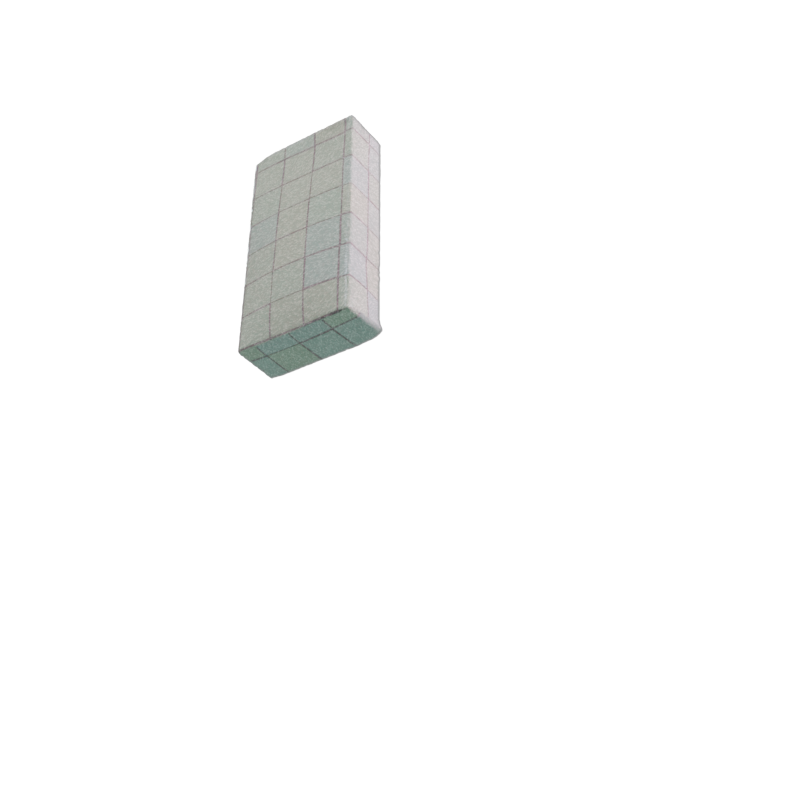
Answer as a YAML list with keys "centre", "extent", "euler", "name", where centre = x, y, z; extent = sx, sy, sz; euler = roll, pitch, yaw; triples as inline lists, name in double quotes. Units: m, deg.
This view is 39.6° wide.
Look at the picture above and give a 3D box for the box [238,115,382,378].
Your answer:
- centre: [-0.061, -0.111, 0.775]
  extent: [0.094, 0.189, 0.044]
  euler: [-22, -40, 26]
  name: "box"
